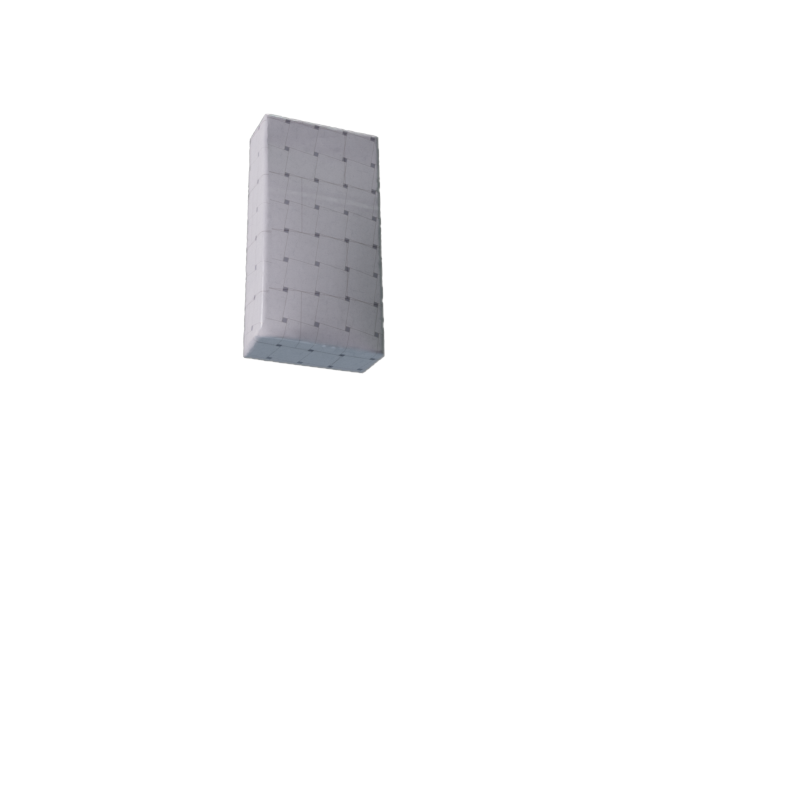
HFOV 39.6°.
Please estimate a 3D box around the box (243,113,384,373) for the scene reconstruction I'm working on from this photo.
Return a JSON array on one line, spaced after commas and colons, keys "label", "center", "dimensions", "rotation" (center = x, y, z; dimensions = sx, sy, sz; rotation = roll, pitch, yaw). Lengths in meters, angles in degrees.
[{"label": "box", "center": [-0.062, -0.113, 0.793], "dimensions": [0.090, 0.187, 0.047], "rotation": [8, -28, -20]}]
